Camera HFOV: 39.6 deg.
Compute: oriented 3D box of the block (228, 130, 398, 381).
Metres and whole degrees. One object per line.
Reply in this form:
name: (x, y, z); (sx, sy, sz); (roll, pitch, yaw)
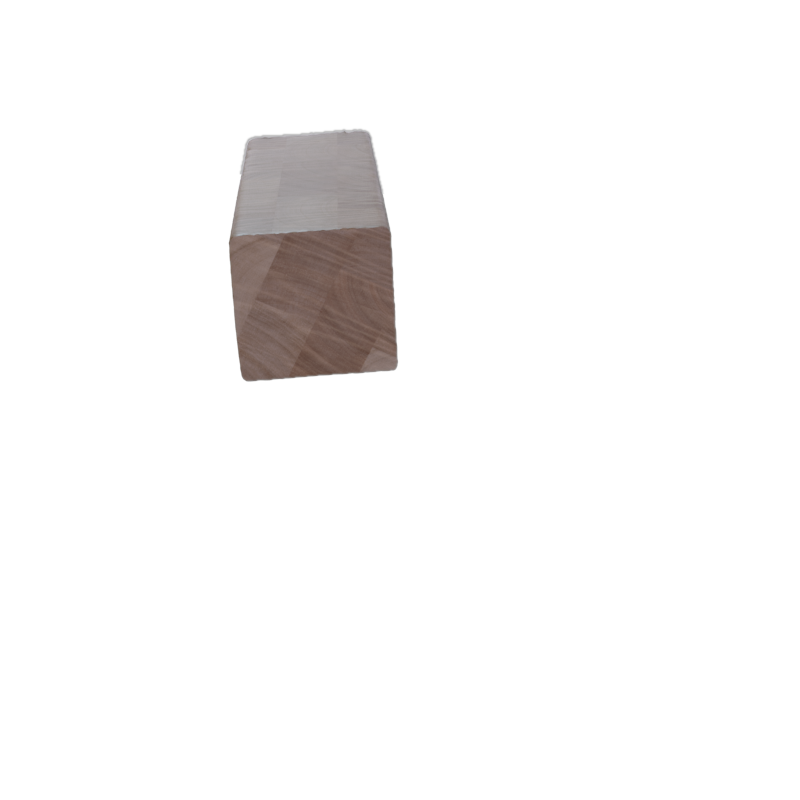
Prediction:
block: (-0.056, -0.102, 0.707); (0.091, 0.085, 0.217); (-4, 26, -2)
